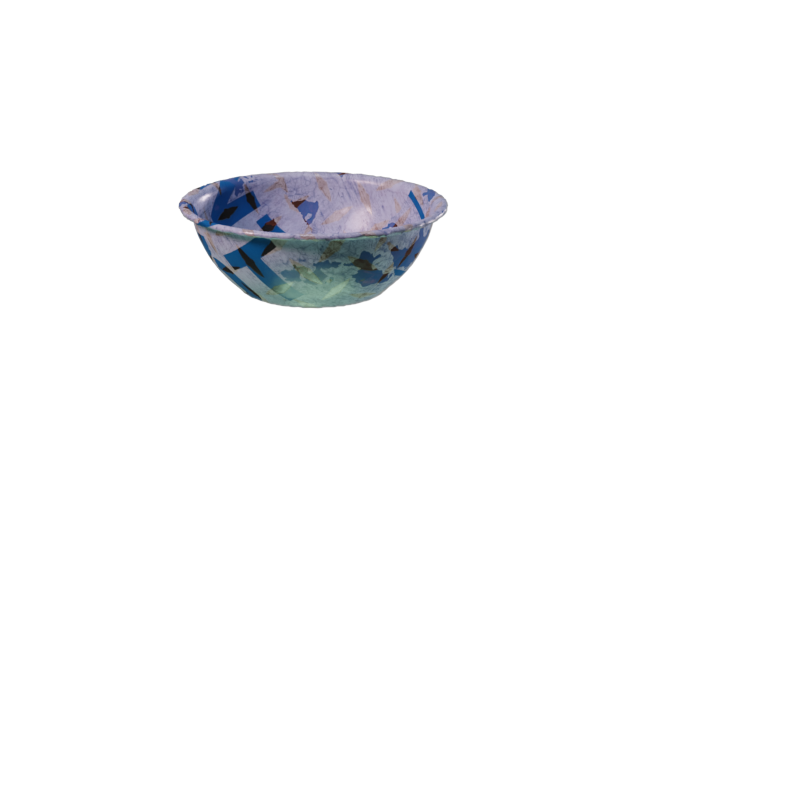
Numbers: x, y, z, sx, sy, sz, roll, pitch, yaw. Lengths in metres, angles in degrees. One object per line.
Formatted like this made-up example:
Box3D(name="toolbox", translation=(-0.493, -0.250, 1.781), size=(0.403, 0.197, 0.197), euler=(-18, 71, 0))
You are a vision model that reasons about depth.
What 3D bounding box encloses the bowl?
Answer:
Box3D(name="bowl", translation=(-0.053, -0.097, 0.676), size=(0.162, 0.053, 0.170), euler=(-1, 23, -2))
